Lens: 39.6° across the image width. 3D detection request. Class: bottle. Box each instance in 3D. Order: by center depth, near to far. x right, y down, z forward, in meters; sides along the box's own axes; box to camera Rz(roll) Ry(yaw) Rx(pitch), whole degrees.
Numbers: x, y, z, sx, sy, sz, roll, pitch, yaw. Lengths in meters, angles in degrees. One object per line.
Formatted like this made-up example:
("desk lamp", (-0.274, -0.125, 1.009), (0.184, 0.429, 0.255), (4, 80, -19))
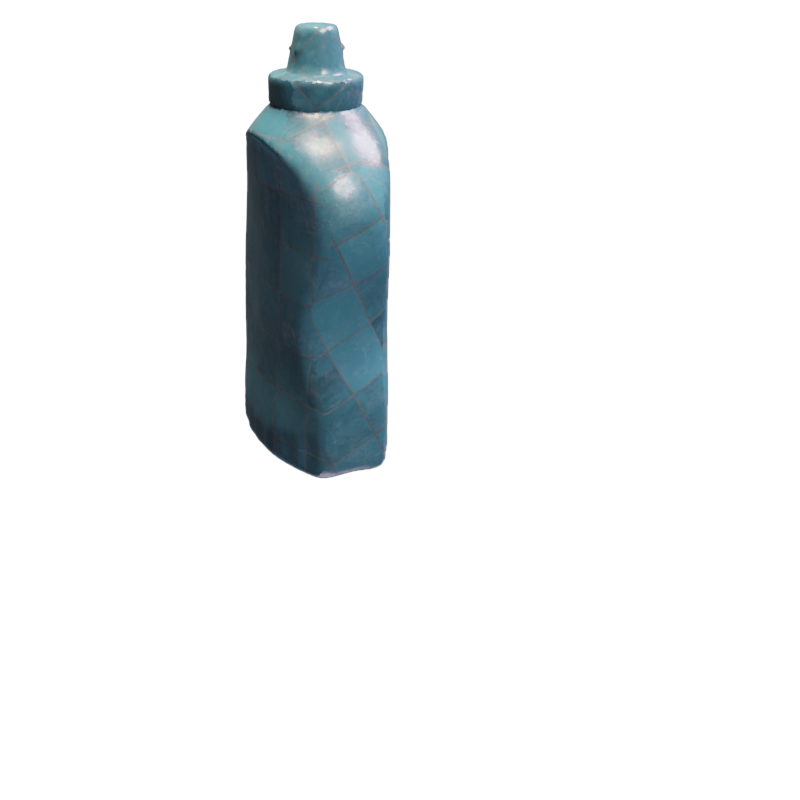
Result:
("bottle", (-0.038, -0.071, 0.495), (0.057, 0.184, 0.102), (-7, 22, -23))
